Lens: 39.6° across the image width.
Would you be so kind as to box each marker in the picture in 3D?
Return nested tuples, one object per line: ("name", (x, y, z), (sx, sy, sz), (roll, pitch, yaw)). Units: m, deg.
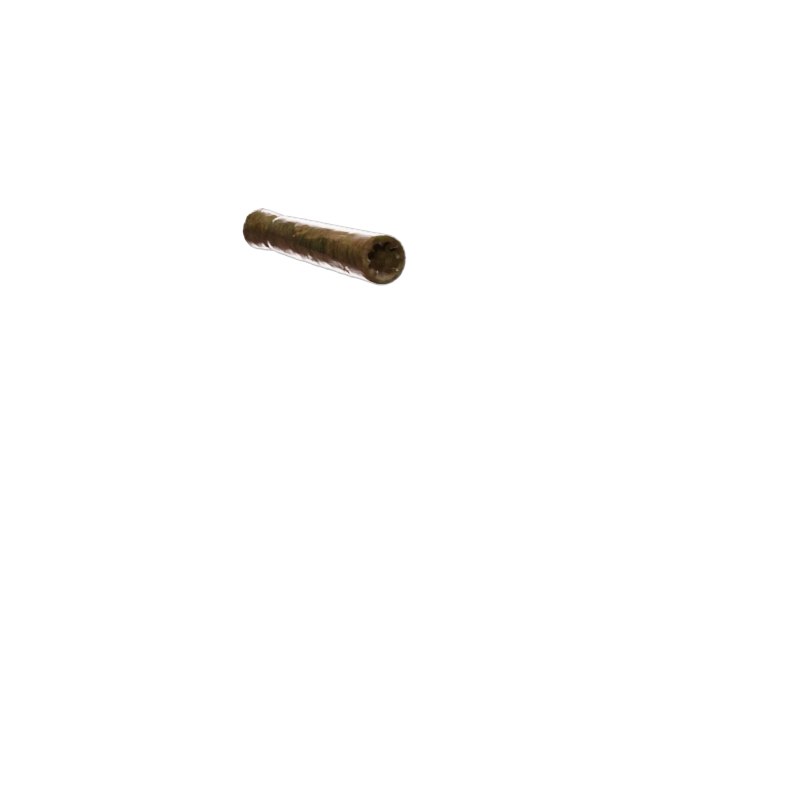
("marker", (-0.036, -0.065, 0.454), (0.019, 0.019, 0.127), (-2, 14, -28))
